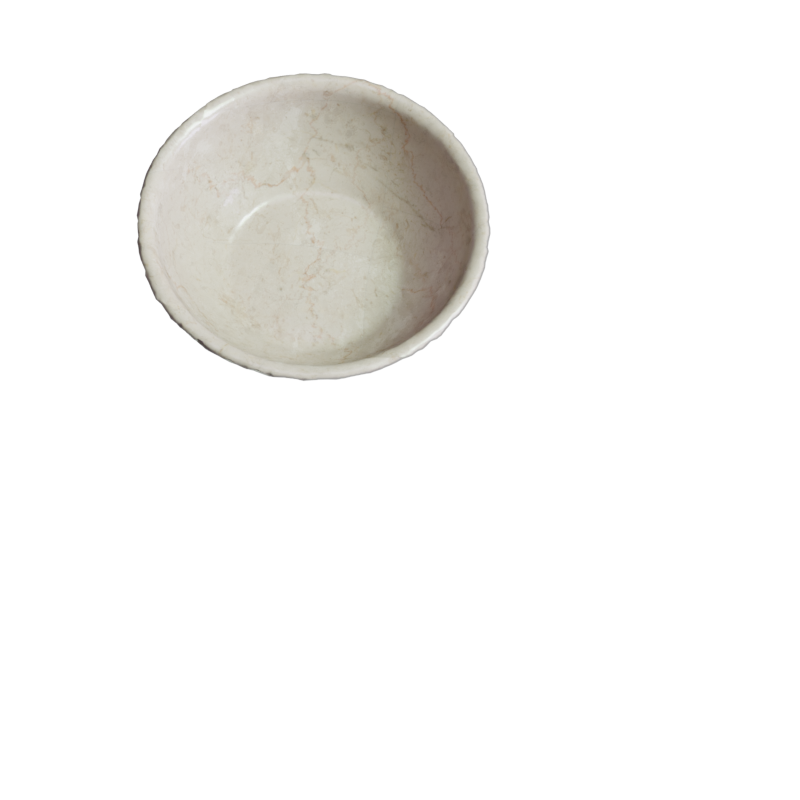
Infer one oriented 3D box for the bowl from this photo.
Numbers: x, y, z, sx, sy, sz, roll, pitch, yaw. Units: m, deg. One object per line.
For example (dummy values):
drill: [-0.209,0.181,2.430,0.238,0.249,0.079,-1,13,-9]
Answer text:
bowl: [-0.041,-0.075,0.527,0.162,0.172,0.052,-1,-27,-1]
